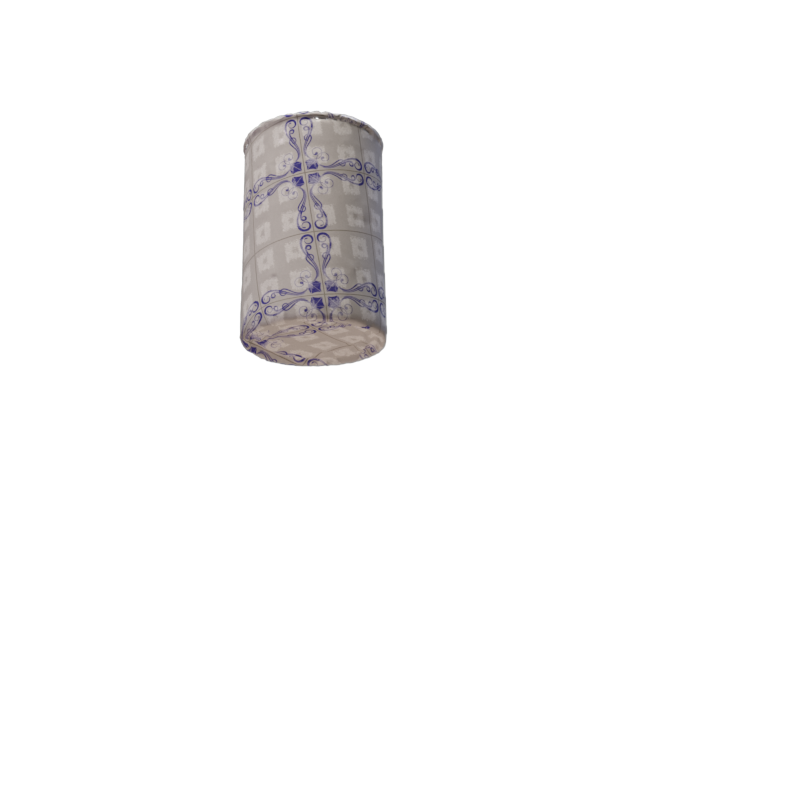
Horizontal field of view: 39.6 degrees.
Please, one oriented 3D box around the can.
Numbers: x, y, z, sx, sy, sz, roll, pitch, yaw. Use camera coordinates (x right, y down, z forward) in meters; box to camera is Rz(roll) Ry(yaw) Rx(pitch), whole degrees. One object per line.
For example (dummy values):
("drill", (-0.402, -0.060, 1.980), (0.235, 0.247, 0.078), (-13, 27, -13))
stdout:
("can", (-0.041, -0.074, 0.519), (0.068, 0.108, 0.065), (0, -21, -2))
